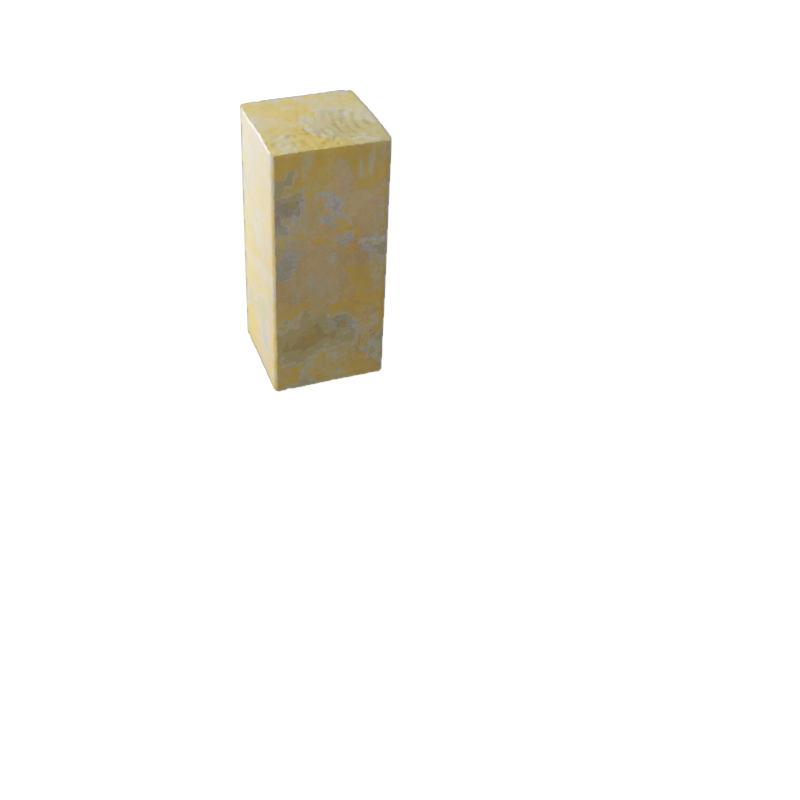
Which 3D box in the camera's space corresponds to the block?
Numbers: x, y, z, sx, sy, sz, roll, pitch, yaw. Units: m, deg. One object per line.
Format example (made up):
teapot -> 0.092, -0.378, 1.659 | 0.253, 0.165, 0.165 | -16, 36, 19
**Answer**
block -> -0.066, -0.122, 0.849 | 0.089, 0.193, 0.097 | -10, 38, -18
